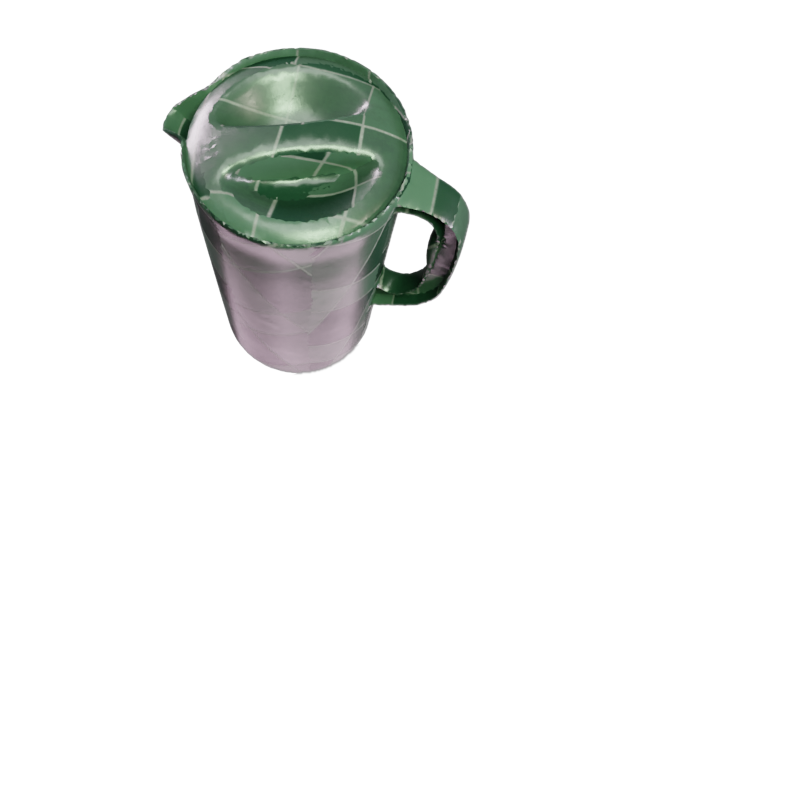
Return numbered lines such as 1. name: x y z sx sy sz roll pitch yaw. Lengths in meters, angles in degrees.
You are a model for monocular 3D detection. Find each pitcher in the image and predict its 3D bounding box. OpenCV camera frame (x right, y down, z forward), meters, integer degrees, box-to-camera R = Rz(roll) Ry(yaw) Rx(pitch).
1. pitcher: -0.057 -0.104 0.727 0.144 0.158 0.231 -24 -19 -12
